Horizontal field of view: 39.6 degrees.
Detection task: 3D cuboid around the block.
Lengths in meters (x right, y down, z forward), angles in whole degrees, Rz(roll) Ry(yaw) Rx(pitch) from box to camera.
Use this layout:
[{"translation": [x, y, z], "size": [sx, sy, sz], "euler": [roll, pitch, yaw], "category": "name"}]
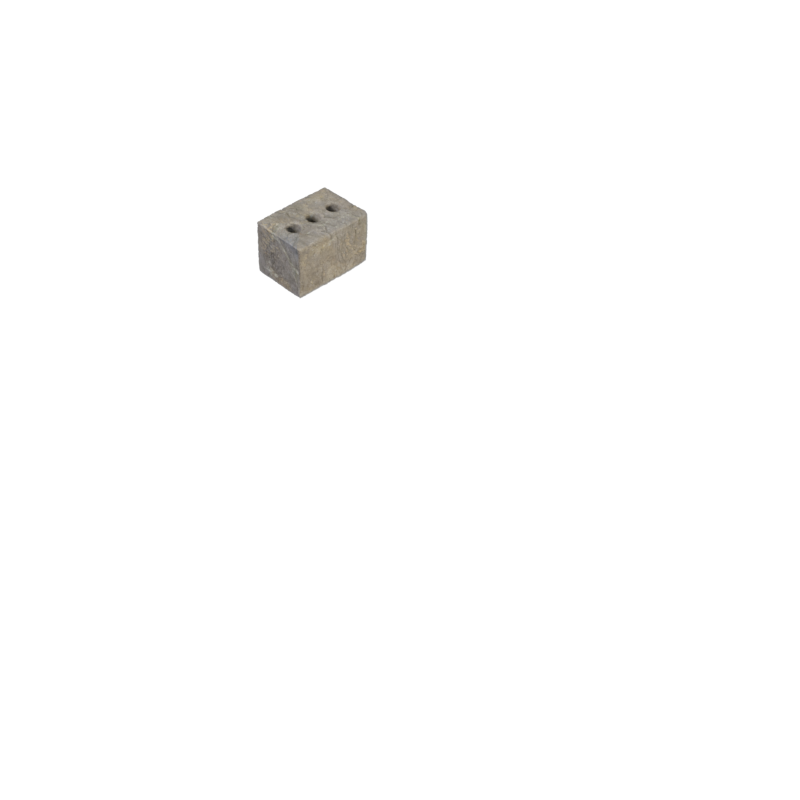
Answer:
[{"translation": [-0.071, -0.130, 0.910], "size": [0.056, 0.048, 0.078], "euler": [33, 50, 31], "category": "block"}]
